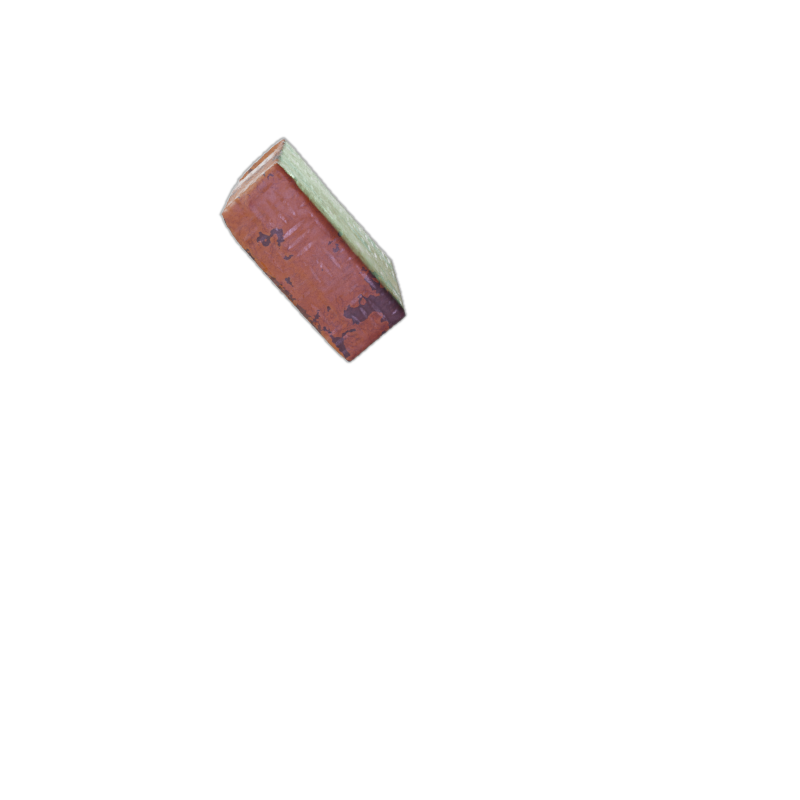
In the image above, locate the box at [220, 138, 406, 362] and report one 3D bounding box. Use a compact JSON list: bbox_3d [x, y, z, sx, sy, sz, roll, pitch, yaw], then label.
[{"bbox_3d":[-0.077,-0.140,0.981,0.071,0.160,0.221,-40,14,8],"label":"box"}]
